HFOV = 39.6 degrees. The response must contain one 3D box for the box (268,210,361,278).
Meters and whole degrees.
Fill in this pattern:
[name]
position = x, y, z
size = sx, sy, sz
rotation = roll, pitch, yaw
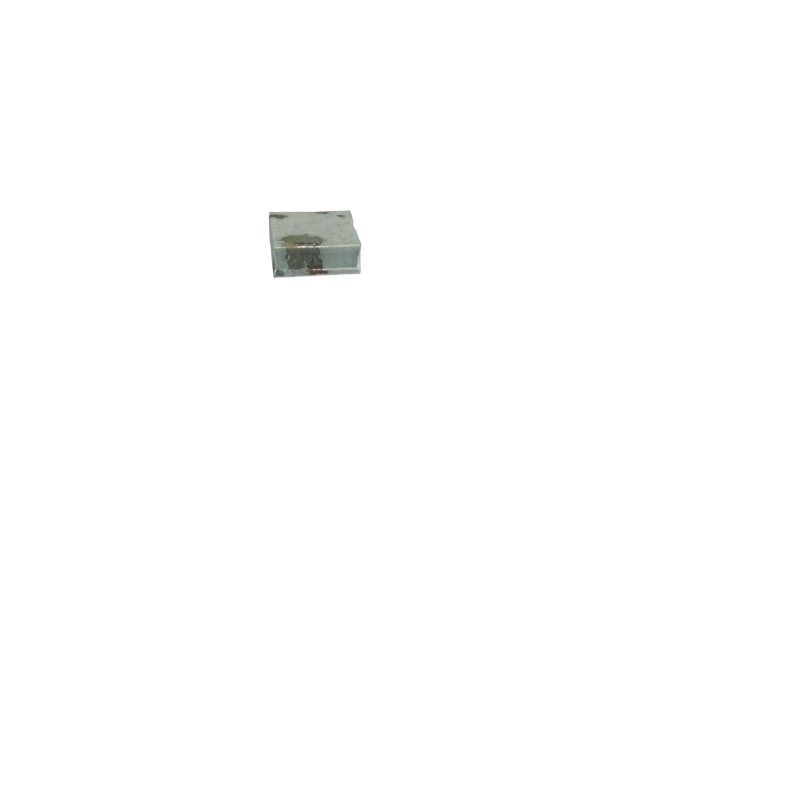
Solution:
[box]
position = -0.074, -0.135, 0.943
size = 0.073, 0.029, 0.095
rotation = -3, 27, -6
